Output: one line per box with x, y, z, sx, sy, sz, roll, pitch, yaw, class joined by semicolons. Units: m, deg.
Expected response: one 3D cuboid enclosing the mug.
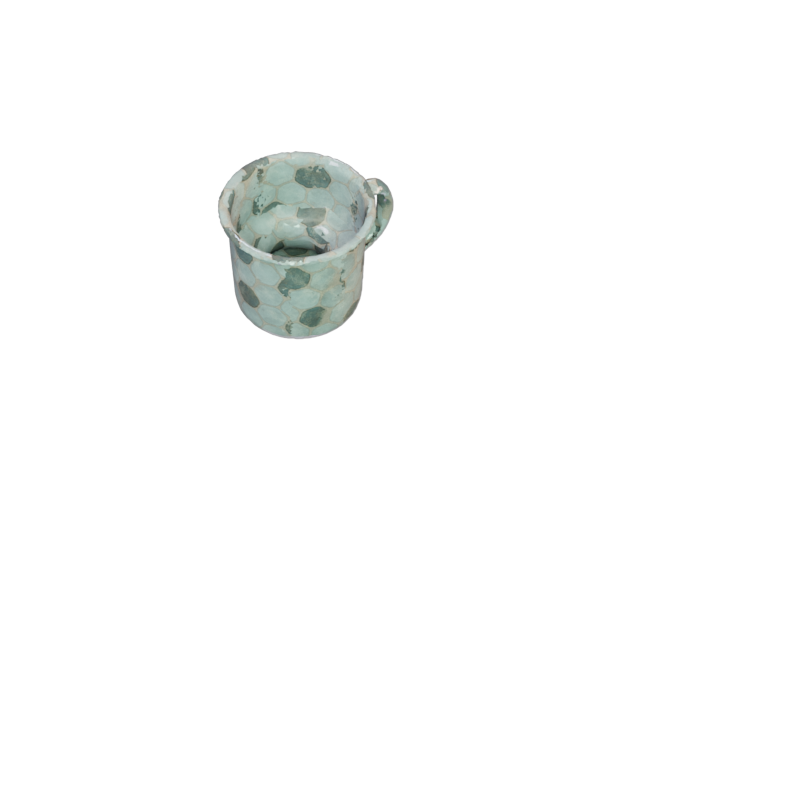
-0.054;-0.098;0.685;0.117;0.076;0.100;-32;59;-24;mug
